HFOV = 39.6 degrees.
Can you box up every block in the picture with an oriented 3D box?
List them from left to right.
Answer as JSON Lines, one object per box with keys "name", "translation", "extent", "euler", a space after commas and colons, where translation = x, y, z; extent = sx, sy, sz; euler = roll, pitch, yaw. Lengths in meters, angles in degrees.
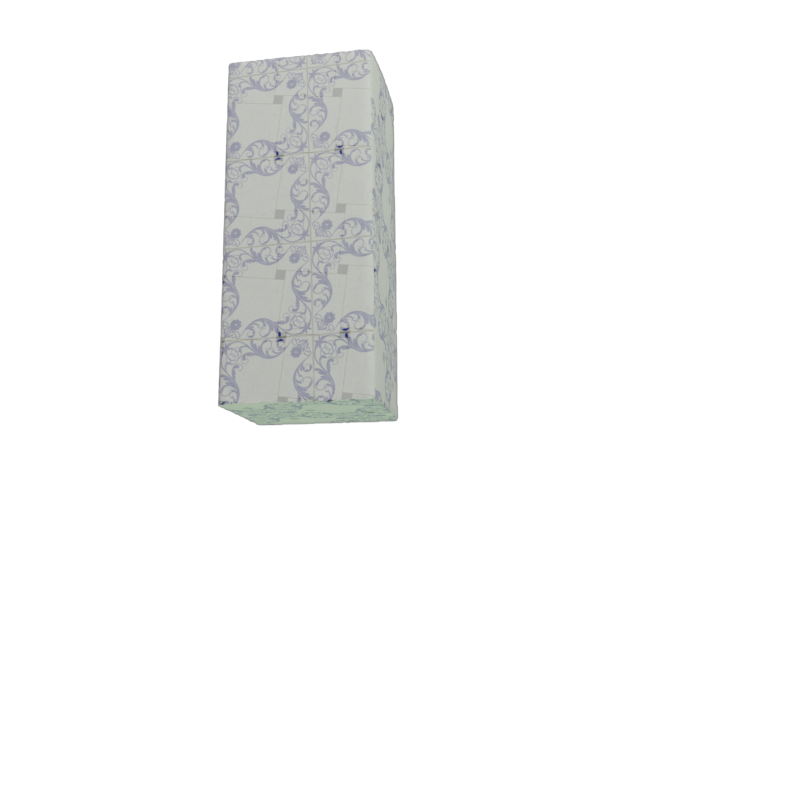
{"name": "block", "translation": [-0.052, -0.095, 0.667], "extent": [0.092, 0.214, 0.086], "euler": [-4, -16, 10]}
